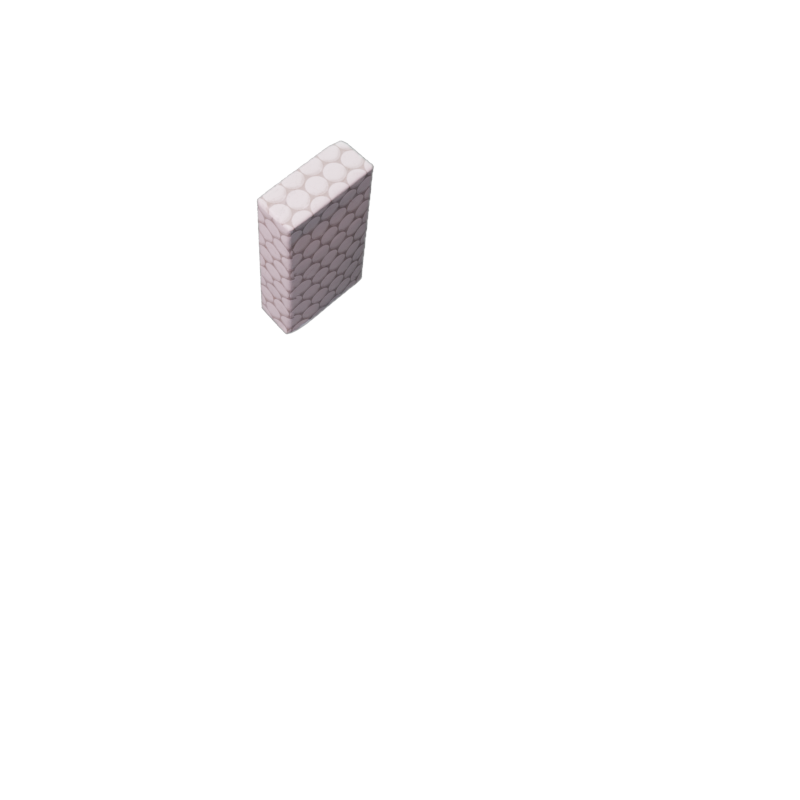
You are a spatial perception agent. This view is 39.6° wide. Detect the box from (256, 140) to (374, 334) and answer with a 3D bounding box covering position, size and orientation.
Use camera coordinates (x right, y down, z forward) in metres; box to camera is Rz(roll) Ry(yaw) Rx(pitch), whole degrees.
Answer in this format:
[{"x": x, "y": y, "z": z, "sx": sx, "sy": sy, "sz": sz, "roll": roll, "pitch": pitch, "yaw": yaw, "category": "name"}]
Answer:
[{"x": -0.073, "y": -0.133, "z": 0.929, "sx": 0.094, "sy": 0.050, "sz": 0.166, "roll": -40, "pitch": -19, "yaw": -22, "category": "box"}]
